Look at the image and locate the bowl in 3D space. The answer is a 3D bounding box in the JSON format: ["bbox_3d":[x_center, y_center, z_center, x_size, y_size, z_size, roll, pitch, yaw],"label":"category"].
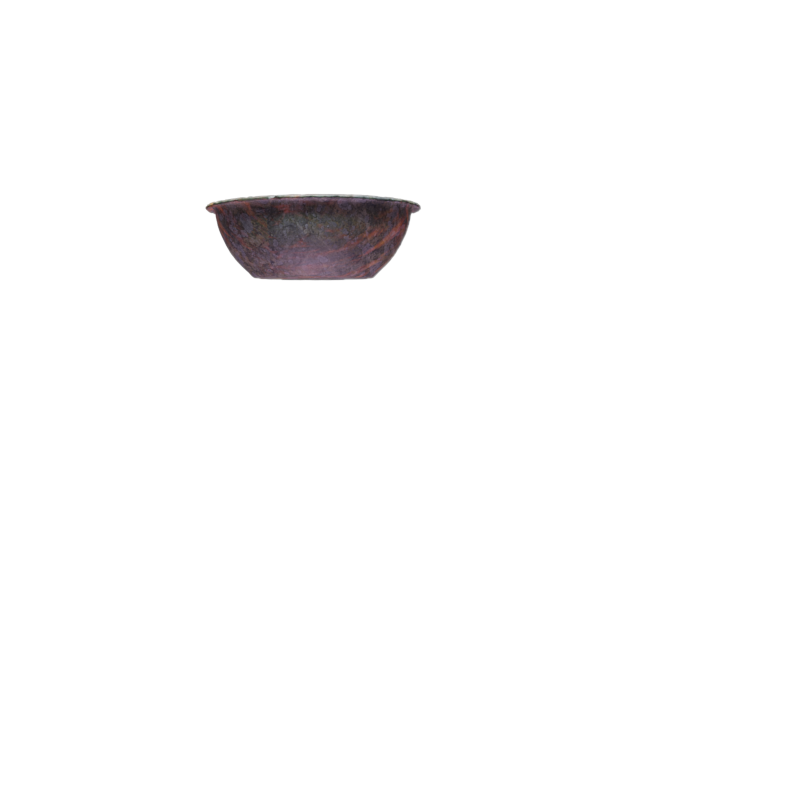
[{"bbox_3d":[-0.065,-0.119,0.831,0.162,0.055,0.162,0,3,-2],"label":"bowl"}]
